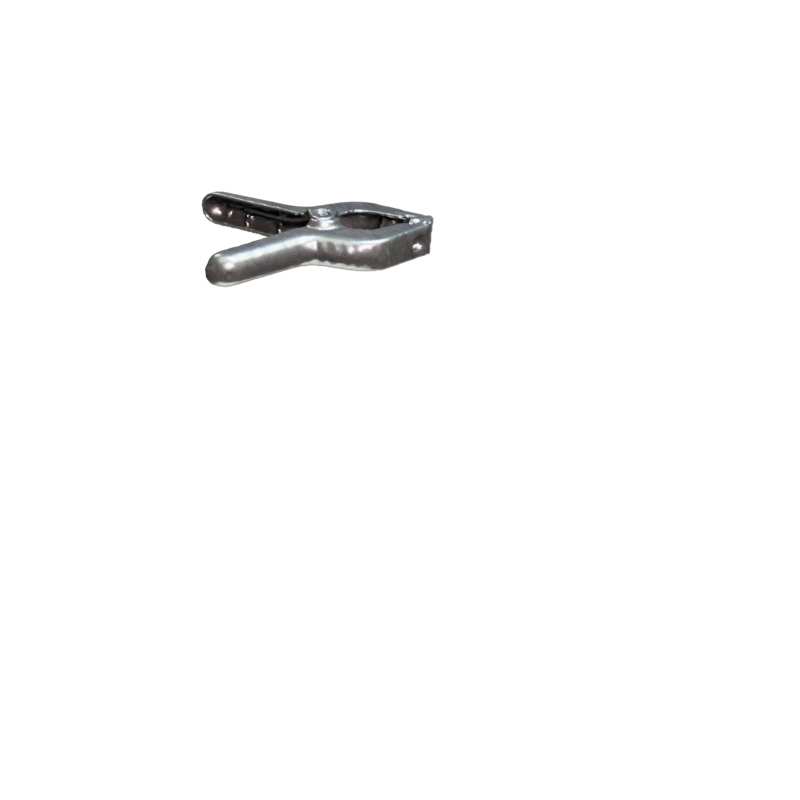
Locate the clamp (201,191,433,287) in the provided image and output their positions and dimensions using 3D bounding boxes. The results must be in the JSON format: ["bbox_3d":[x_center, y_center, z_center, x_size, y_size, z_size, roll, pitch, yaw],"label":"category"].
[{"bbox_3d":[-0.061,-0.112,0.783,0.172,0.037,0.128,1,37,1],"label":"clamp"}]
